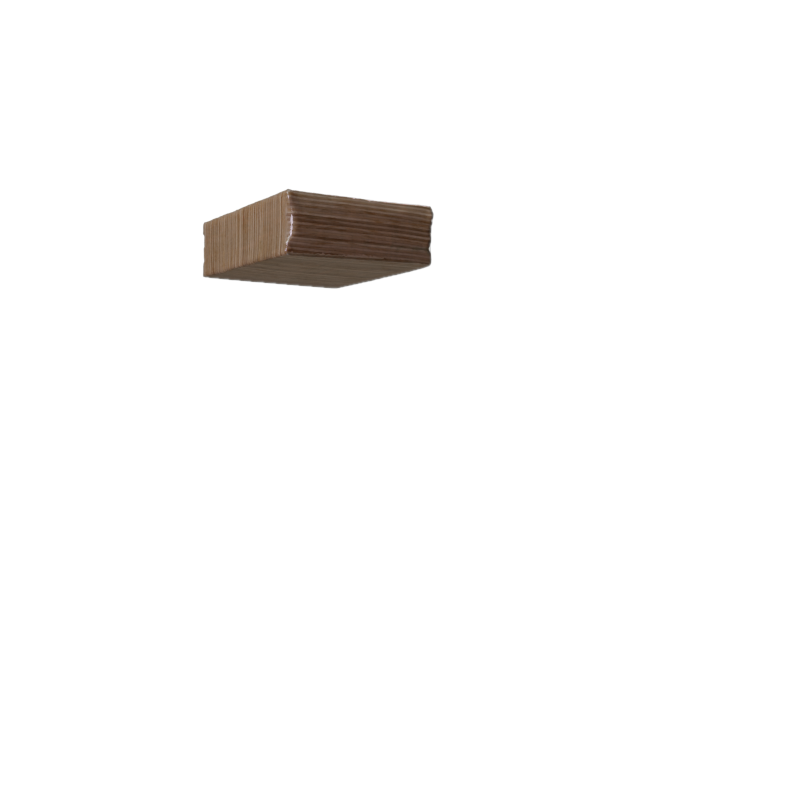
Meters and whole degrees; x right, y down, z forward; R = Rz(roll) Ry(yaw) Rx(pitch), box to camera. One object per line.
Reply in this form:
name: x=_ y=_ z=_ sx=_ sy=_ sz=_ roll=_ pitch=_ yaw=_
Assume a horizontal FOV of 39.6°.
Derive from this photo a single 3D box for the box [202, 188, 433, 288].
box: x=-0.039 y=-0.072 z=0.501 sx=0.070 sy=0.031 sz=0.091 roll=2 pitch=-3 yaw=-31
